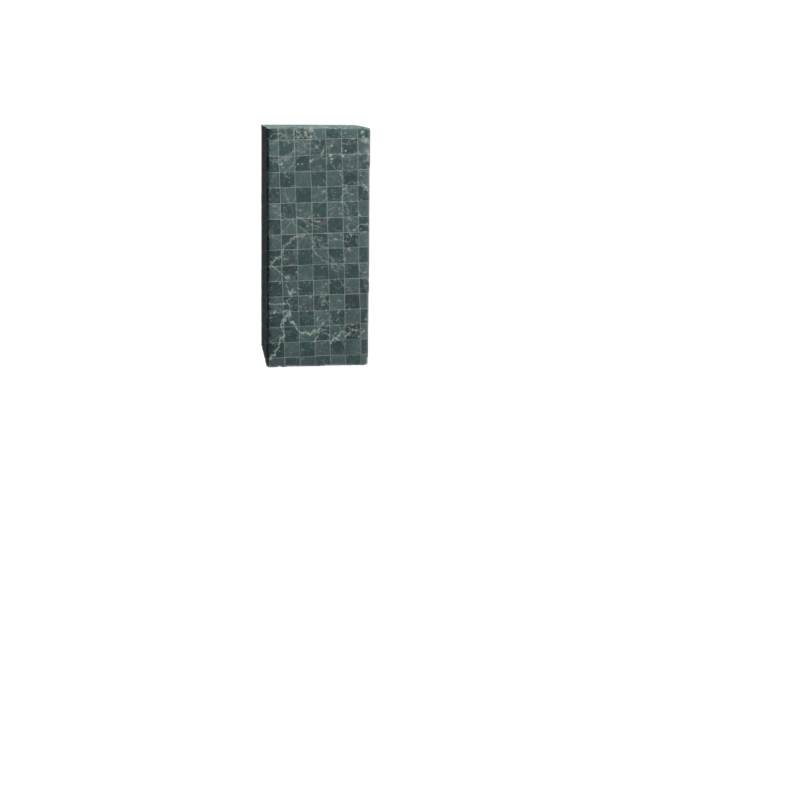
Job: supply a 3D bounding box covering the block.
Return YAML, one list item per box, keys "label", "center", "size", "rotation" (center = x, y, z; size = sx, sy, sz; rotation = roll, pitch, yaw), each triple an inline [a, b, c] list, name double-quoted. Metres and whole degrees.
- label: "block"
  center: [-0.077, -0.141, 0.990]
  size: [0.090, 0.202, 0.093]
  rotation: [-1, 10, -8]
